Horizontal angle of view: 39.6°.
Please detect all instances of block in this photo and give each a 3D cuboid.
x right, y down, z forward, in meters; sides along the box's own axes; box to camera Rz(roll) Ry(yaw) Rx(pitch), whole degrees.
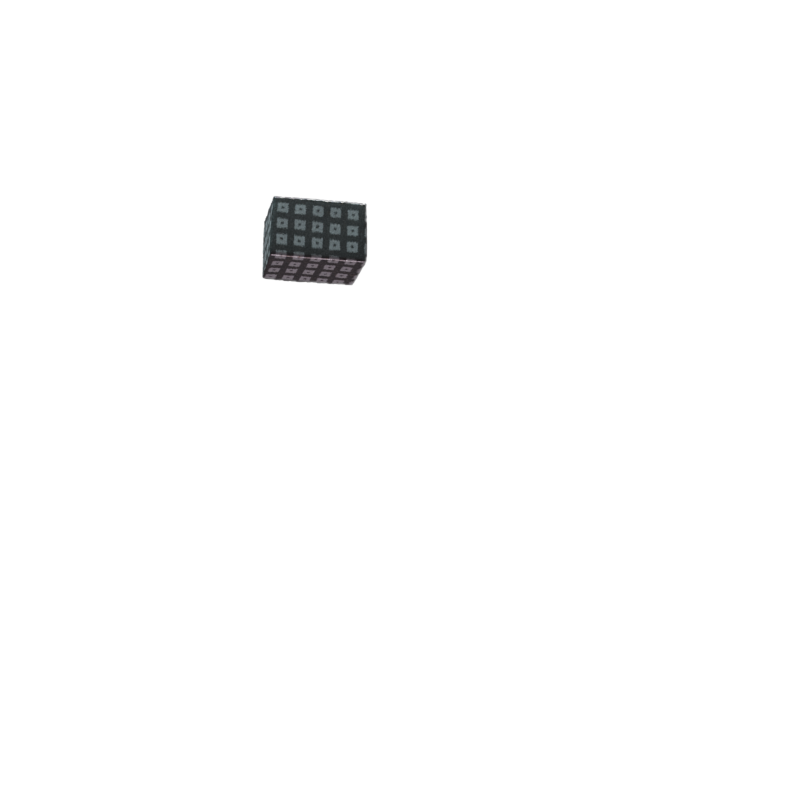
[{"bbox_3d":[-0.069,-0.127,0.887,0.077,0.054,0.051,4,-21,-12],"label":"block"}]
